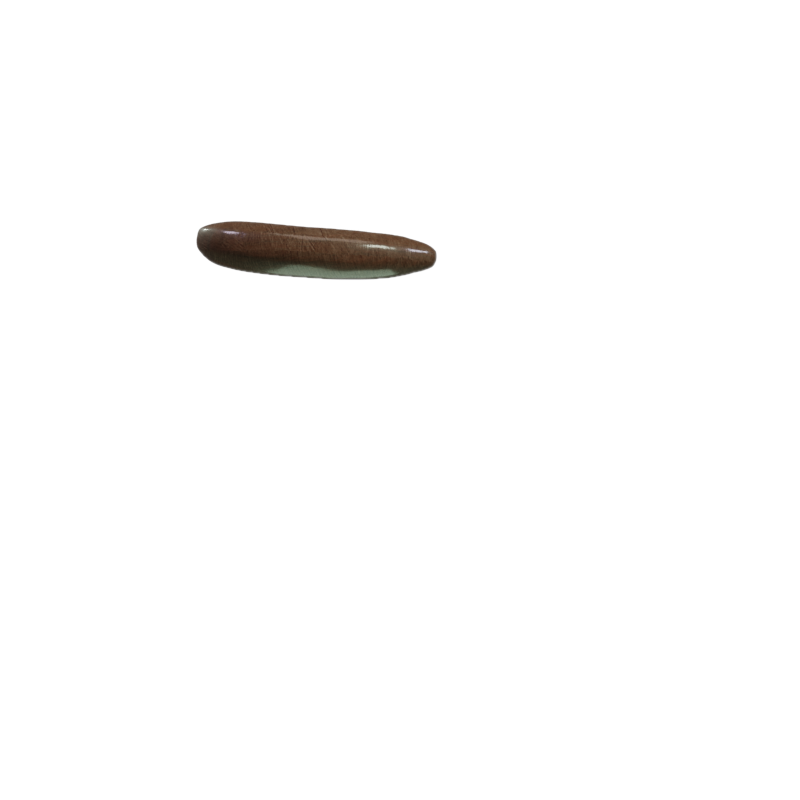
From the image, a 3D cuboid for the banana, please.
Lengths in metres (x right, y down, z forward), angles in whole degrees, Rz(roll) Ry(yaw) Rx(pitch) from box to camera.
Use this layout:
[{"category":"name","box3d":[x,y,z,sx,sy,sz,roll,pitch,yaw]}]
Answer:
[{"category":"banana","box3d":[-0.075,-0.114,0.826,0.204,0.035,0.070,9,22,21]}]
